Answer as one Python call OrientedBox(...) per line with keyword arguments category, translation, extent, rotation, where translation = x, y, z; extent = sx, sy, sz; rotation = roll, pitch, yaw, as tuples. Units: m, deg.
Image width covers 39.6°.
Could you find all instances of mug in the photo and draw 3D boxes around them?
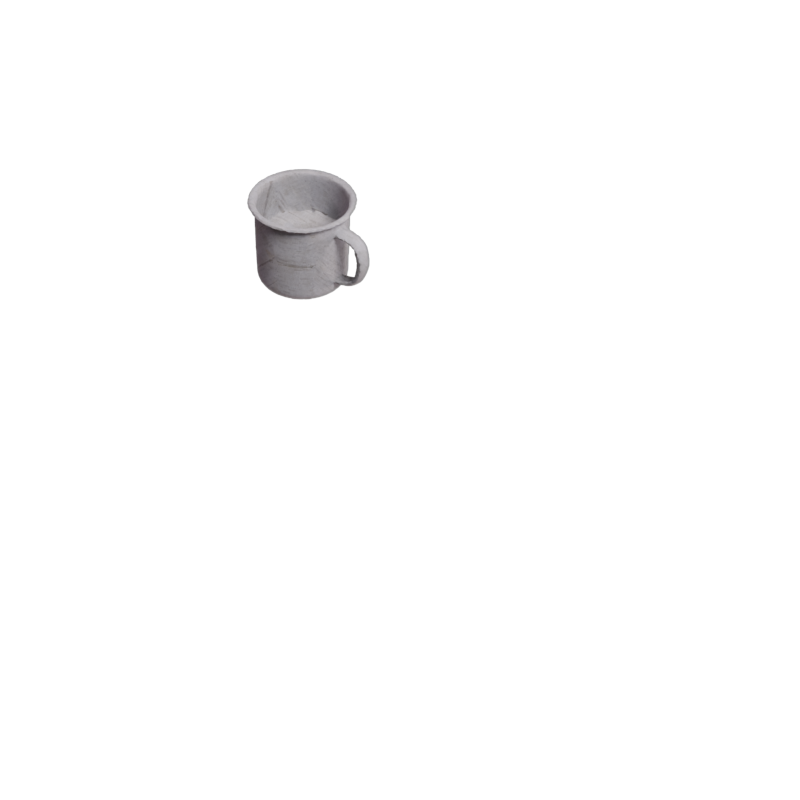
OrientedBox(category="mug", translation=(-0.075, -0.137, 0.959), extent=(0.124, 0.076, 0.095), rotation=(26, 47, 26))
